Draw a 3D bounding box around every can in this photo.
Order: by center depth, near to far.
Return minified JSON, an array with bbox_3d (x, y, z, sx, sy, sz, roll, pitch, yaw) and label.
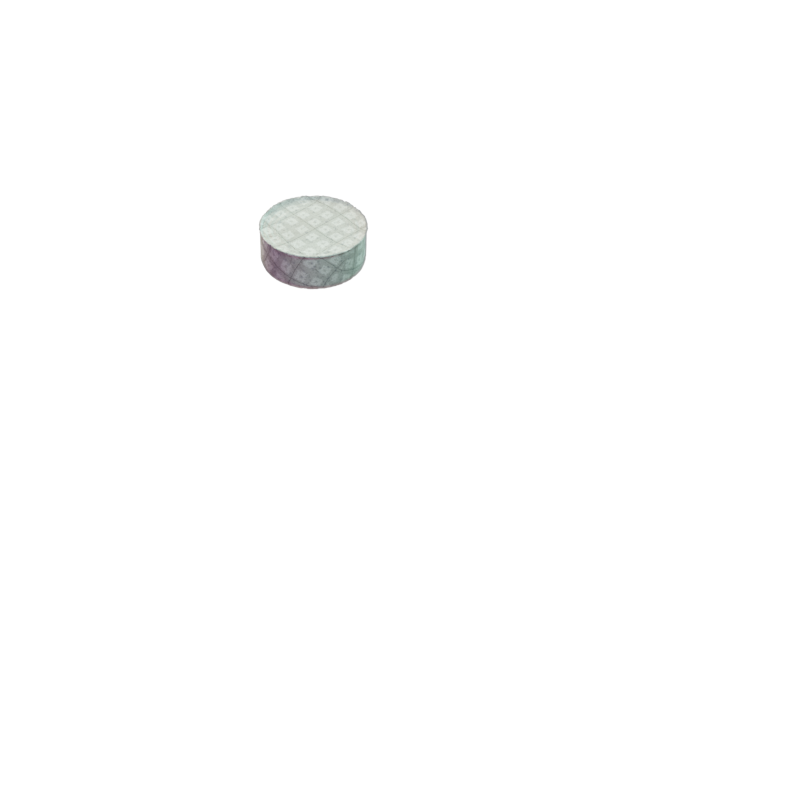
[{"bbox_3d":[-0.069,-0.126,0.881,0.086,0.031,0.092,-1,40,-2],"label":"can"}]
